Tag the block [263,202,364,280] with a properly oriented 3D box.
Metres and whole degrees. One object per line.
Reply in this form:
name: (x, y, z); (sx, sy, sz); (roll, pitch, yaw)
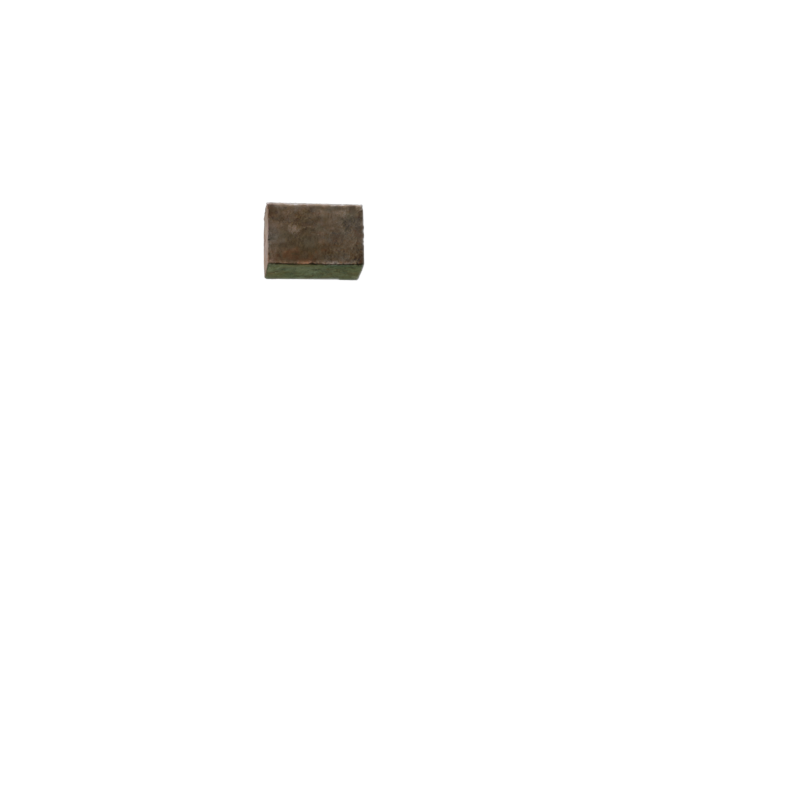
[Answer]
block: (-0.069, -0.126, 0.882); (0.077, 0.053, 0.052); (1, -11, -7)
